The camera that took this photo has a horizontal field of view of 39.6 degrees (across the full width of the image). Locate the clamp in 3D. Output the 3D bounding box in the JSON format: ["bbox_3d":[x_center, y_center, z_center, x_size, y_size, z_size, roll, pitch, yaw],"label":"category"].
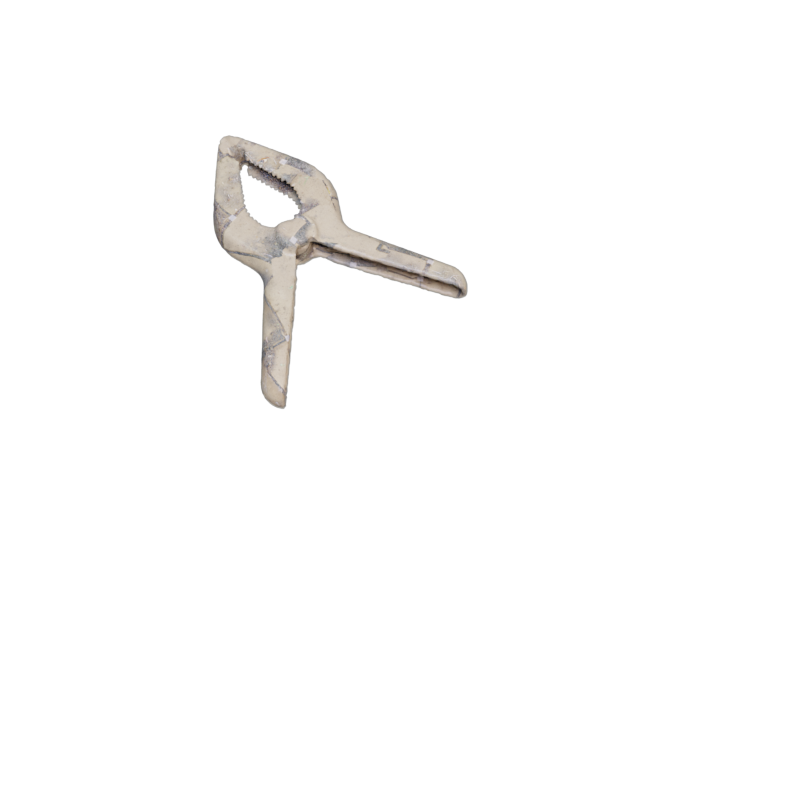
[{"bbox_3d":[-0.063,-0.115,0.803,0.164,0.223,0.034,-24,-25,-12],"label":"clamp"}]
